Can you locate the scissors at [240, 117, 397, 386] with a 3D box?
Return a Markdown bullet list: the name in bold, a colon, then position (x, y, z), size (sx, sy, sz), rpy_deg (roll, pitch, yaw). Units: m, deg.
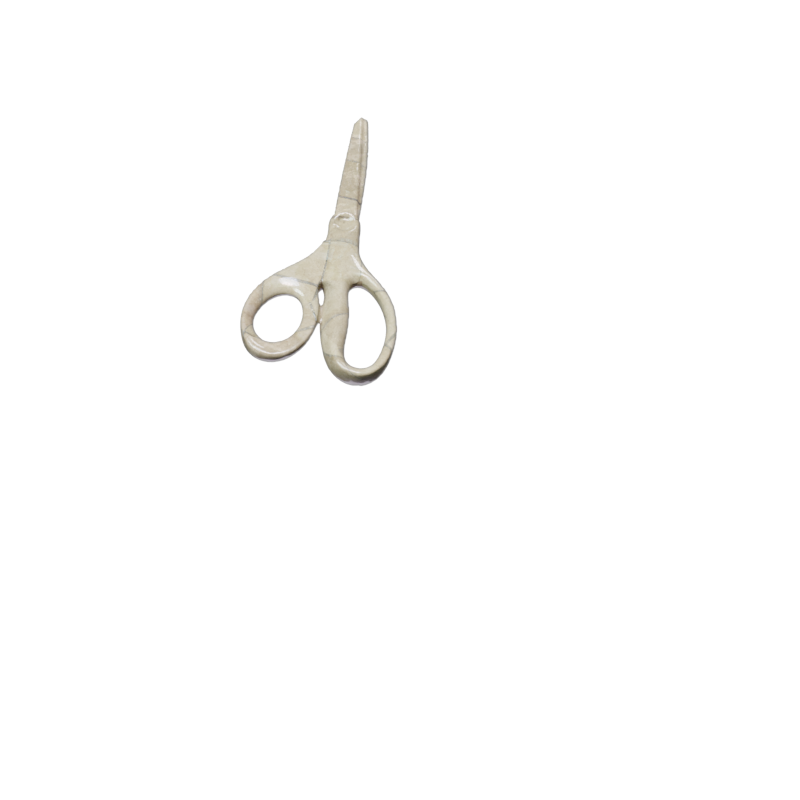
- **scissors**: position (-0.052, -0.094, 0.659), size (0.096, 0.217, 0.015), rpy_deg (-7, -37, -5)
